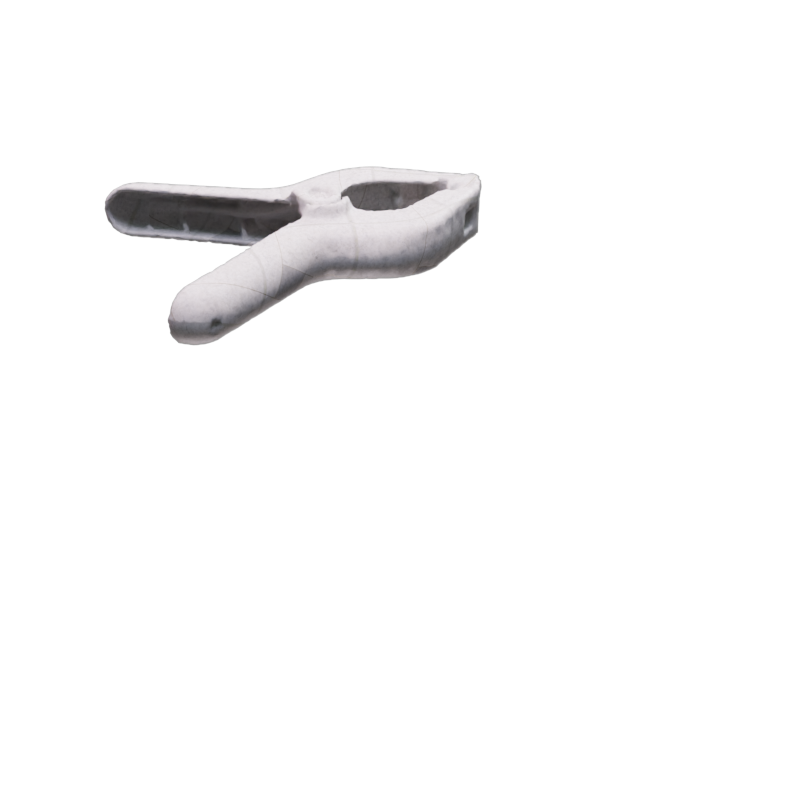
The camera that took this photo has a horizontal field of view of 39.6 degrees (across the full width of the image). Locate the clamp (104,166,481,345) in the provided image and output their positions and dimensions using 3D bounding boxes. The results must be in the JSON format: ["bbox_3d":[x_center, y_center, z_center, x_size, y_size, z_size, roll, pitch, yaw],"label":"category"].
[{"bbox_3d":[-0.038,-0.069,0.482,0.169,0.037,0.130,-10,40,-12],"label":"clamp"}]
